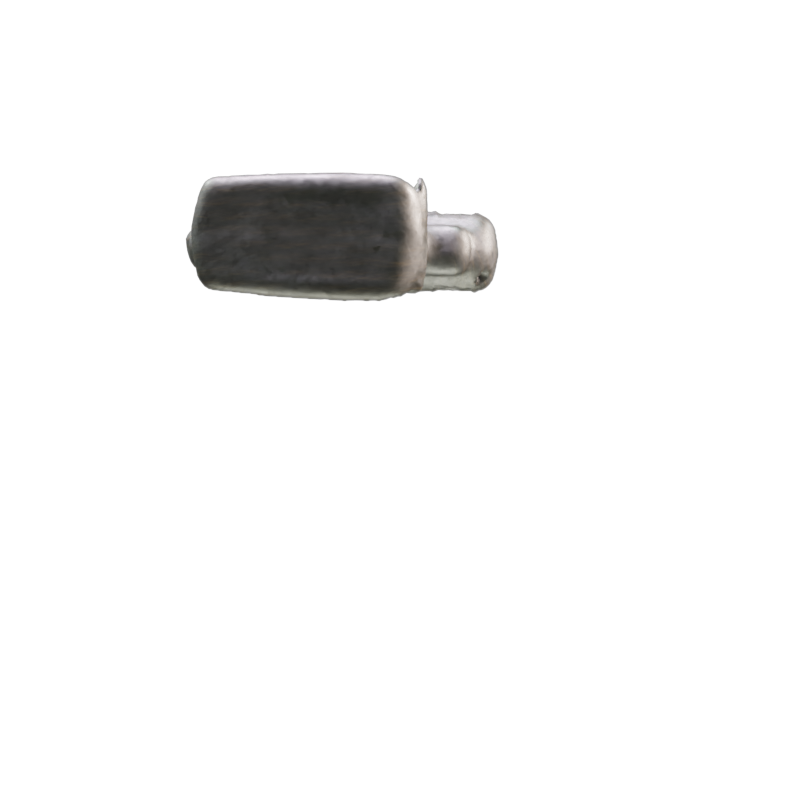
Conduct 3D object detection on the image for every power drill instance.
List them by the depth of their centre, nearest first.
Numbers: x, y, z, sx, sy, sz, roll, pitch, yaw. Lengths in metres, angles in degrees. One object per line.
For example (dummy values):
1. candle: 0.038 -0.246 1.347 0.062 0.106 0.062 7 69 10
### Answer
1. power drill: -0.046 -0.083 0.583 0.187 0.057 0.186 1 6 10
